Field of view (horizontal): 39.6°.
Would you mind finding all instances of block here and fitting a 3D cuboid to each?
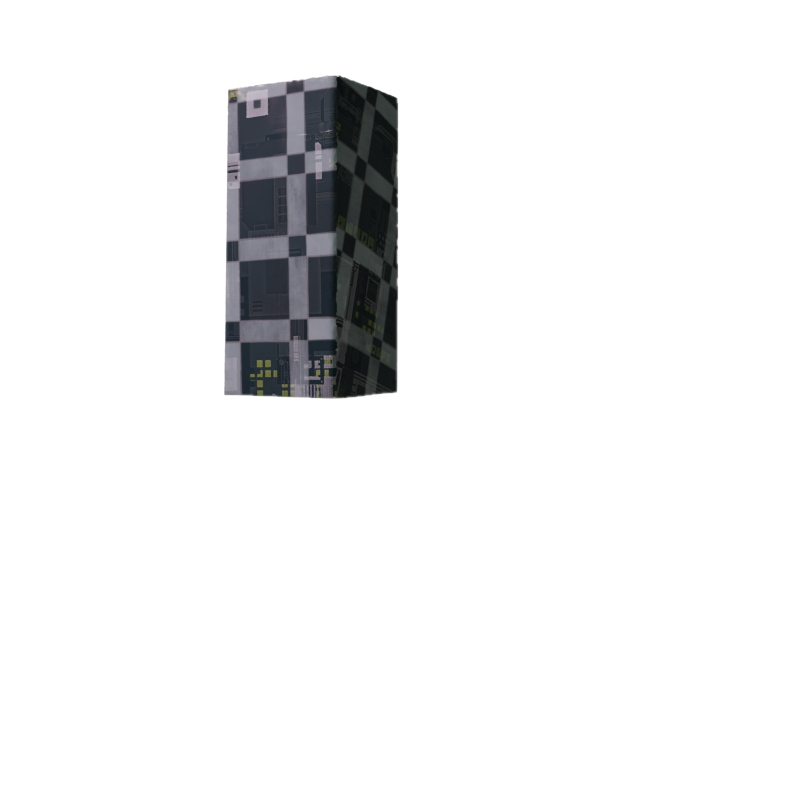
[{"bbox_3d":[-0.059,-0.108,0.757,0.093,0.208,0.086,-2,-4,29],"label":"block"}]
